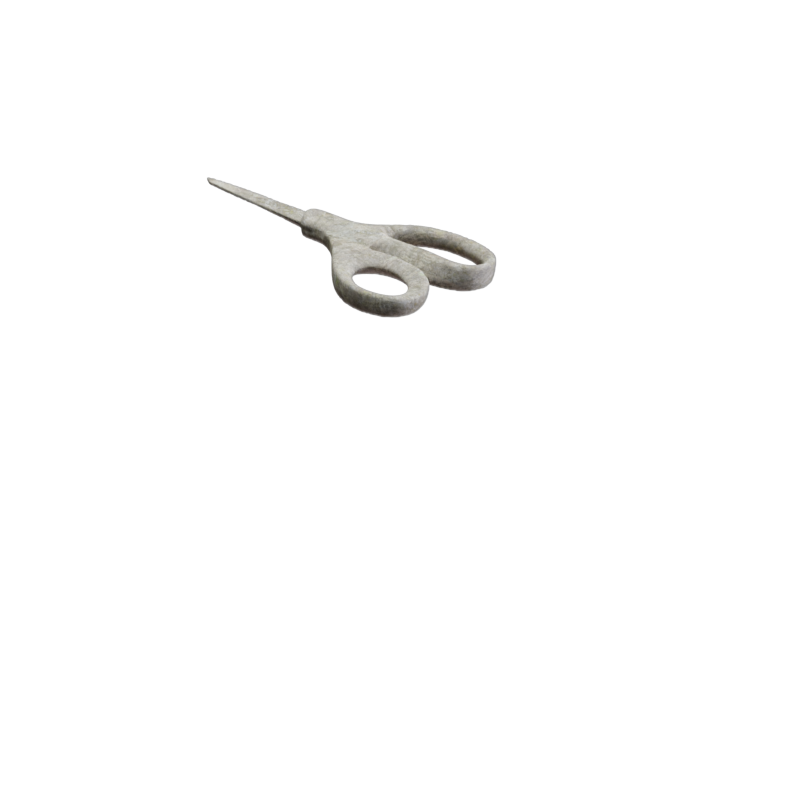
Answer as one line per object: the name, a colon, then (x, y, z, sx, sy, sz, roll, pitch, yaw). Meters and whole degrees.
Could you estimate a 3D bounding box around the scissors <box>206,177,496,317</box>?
scissors: (-0.048, -0.088, 0.617, 0.210, 0.015, 0.098, 16, 36, 24)
